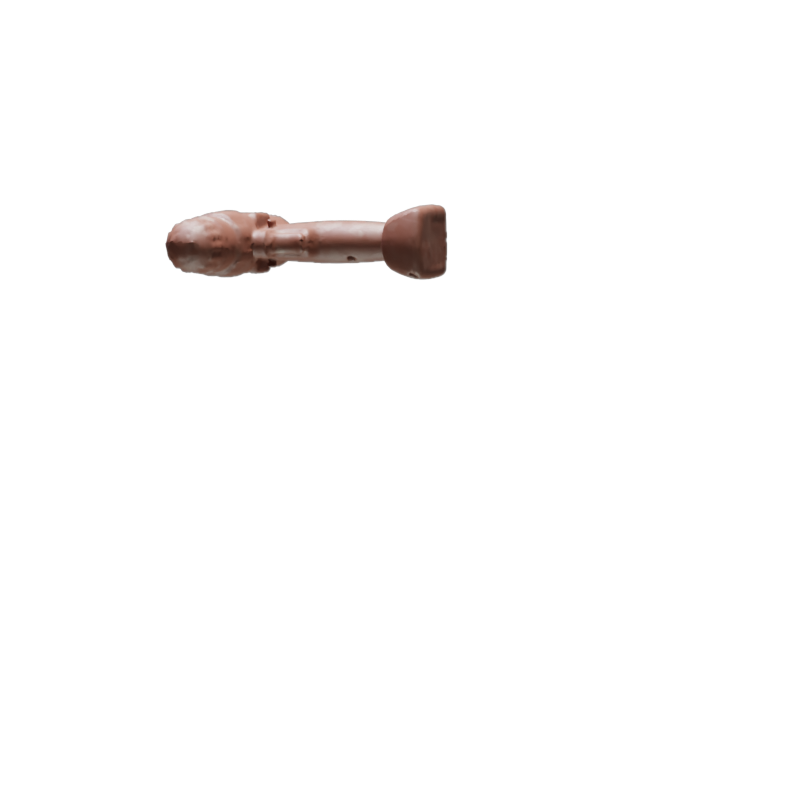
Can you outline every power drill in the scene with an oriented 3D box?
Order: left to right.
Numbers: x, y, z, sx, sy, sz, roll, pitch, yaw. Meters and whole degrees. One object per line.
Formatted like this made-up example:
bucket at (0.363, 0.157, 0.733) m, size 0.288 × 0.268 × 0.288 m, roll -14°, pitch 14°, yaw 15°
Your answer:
power drill at (-0.067, -0.121, 0.851) m, size 0.192 × 0.056 × 0.183 m, roll 3°, pitch 11°, yaw 17°
